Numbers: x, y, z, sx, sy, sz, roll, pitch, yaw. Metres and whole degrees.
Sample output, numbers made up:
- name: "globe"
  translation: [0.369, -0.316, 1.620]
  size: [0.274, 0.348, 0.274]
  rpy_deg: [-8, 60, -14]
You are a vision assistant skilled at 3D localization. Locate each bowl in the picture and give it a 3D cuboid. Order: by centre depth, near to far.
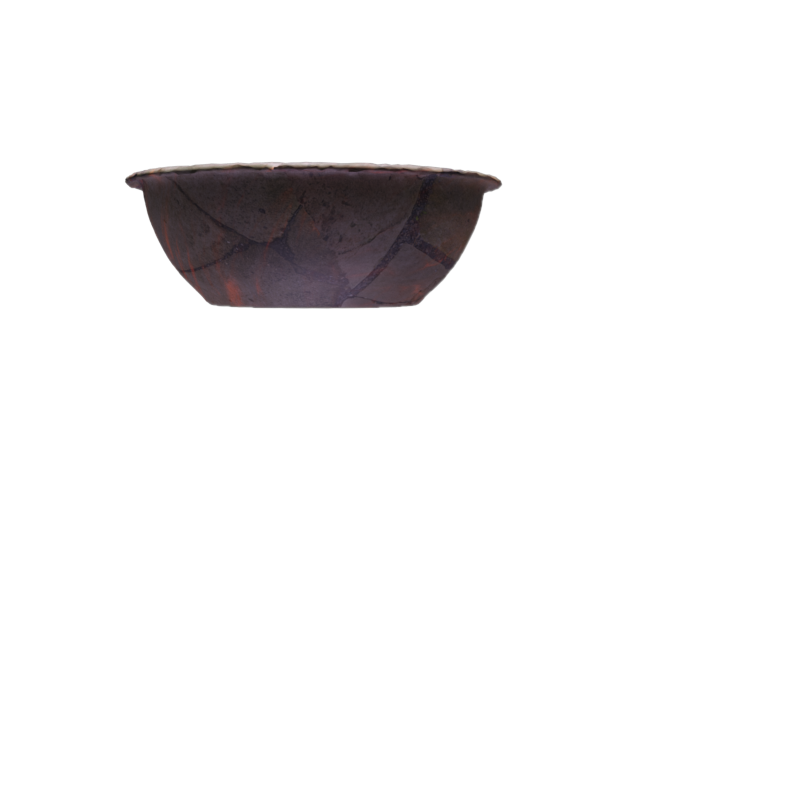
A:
- name: "bowl"
  translation: [-0.038, -0.069, 0.481]
  size: [0.162, 0.055, 0.163]
  rpy_deg: [0, 6, -2]
